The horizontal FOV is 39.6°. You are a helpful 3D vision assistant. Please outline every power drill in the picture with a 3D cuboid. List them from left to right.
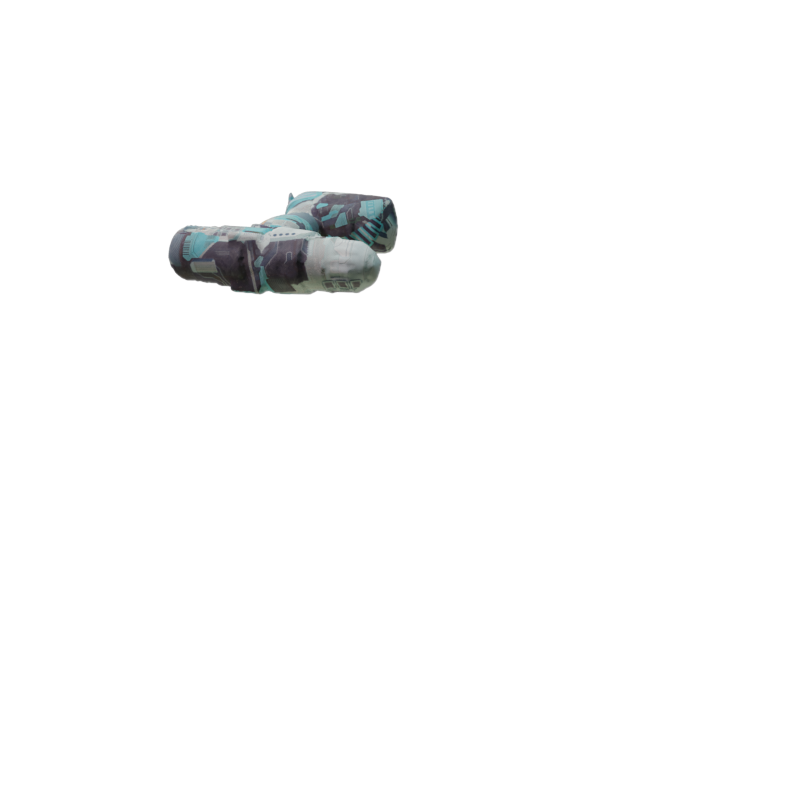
[{"bbox_3d":[-0.073,-0.133,0.932,0.192,0.055,0.187,9,20,25],"label":"power drill"}]
